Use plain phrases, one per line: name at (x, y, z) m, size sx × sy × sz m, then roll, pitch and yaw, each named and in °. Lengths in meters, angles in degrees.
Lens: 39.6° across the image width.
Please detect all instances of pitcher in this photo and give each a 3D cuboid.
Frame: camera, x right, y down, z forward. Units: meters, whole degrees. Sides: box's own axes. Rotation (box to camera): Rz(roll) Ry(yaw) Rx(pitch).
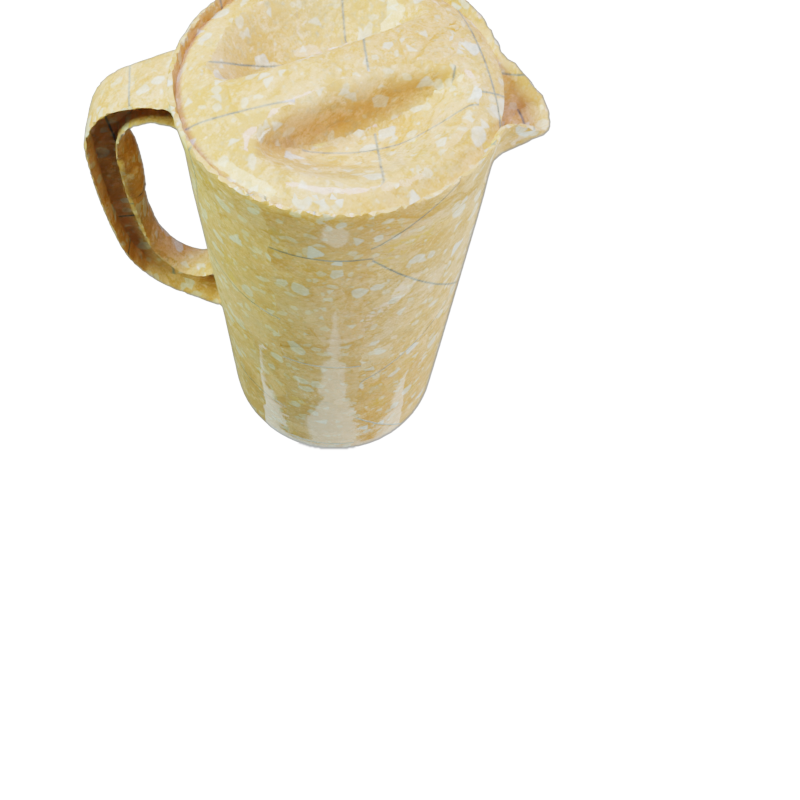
pitcher at (-0.041, -0.074, 0.520) m, size 0.146 × 0.157 × 0.228 m, roll -40°, pitch -21°, yaw -22°
